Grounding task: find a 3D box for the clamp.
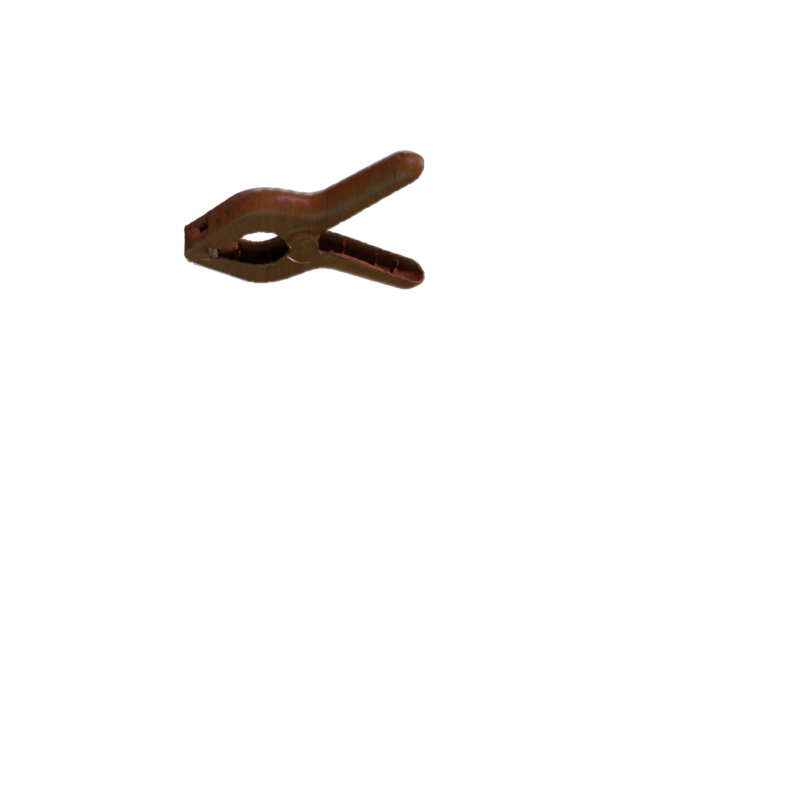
[{"bbox_3d":[-0.060,-0.109,0.765,0.173,0.111,0.042,-9,42,8],"label":"clamp"}]
